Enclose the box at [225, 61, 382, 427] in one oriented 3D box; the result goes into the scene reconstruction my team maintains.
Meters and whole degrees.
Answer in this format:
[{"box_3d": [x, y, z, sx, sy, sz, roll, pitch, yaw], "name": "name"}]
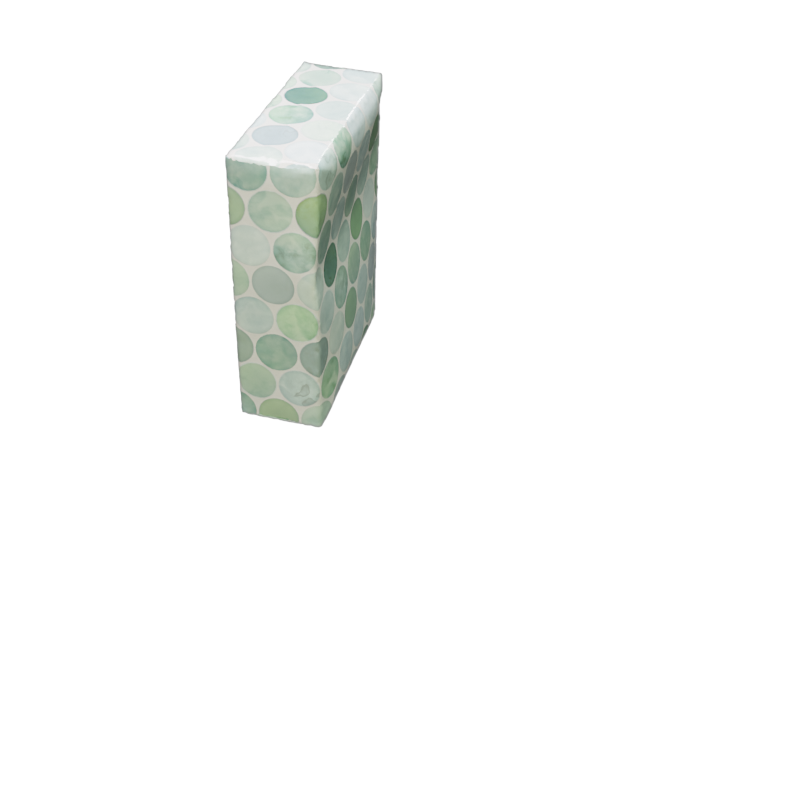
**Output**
[{"box_3d": [-0.064, -0.116, 0.812, 0.073, 0.200, 0.172, 10, 36, 10], "name": "box"}]
